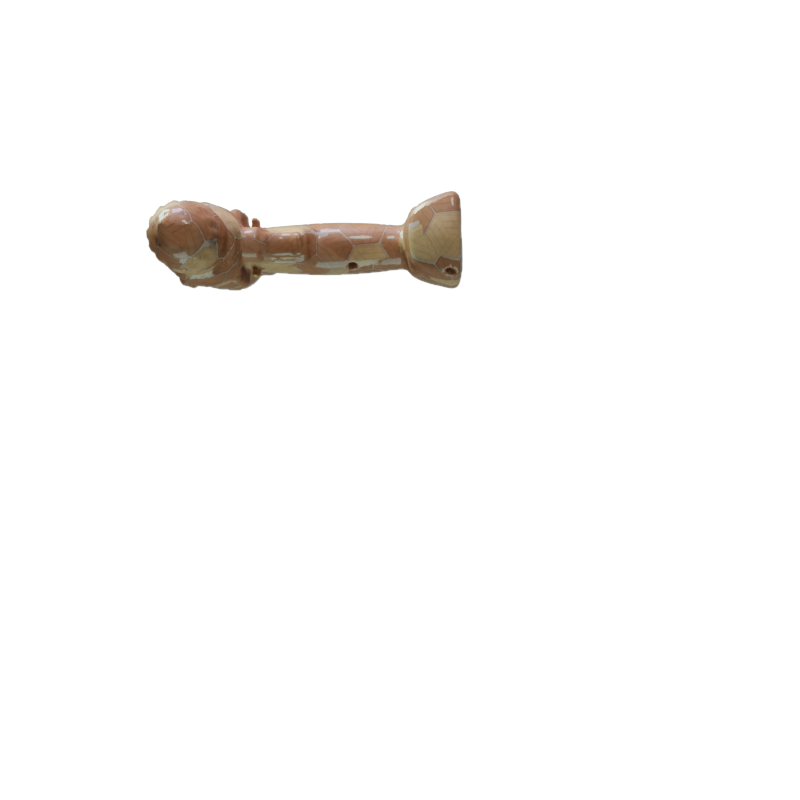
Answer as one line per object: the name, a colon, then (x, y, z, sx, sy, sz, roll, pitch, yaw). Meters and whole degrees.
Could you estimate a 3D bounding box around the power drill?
power drill: (-0.055, -0.101, 0.704, 0.189, 0.058, 0.183, 0, 3, 5)
